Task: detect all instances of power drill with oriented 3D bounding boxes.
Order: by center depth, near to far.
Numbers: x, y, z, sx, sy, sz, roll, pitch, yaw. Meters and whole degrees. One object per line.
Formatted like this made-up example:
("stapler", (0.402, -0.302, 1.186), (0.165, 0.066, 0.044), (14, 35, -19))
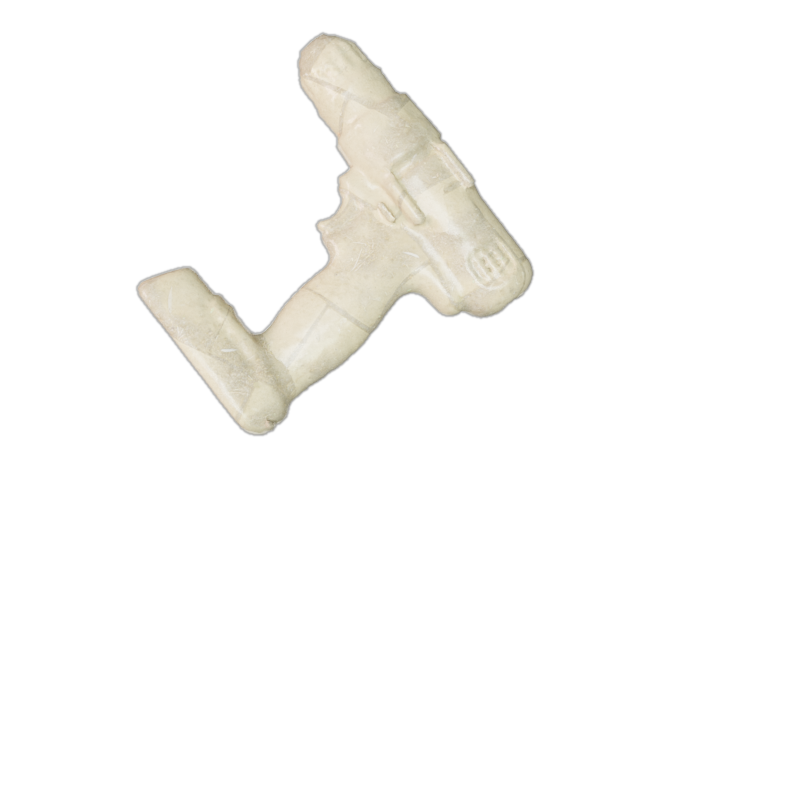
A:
("power drill", (-0.048, -0.087, 0.609), (0.188, 0.188, 0.056), (-37, -7, -6))
